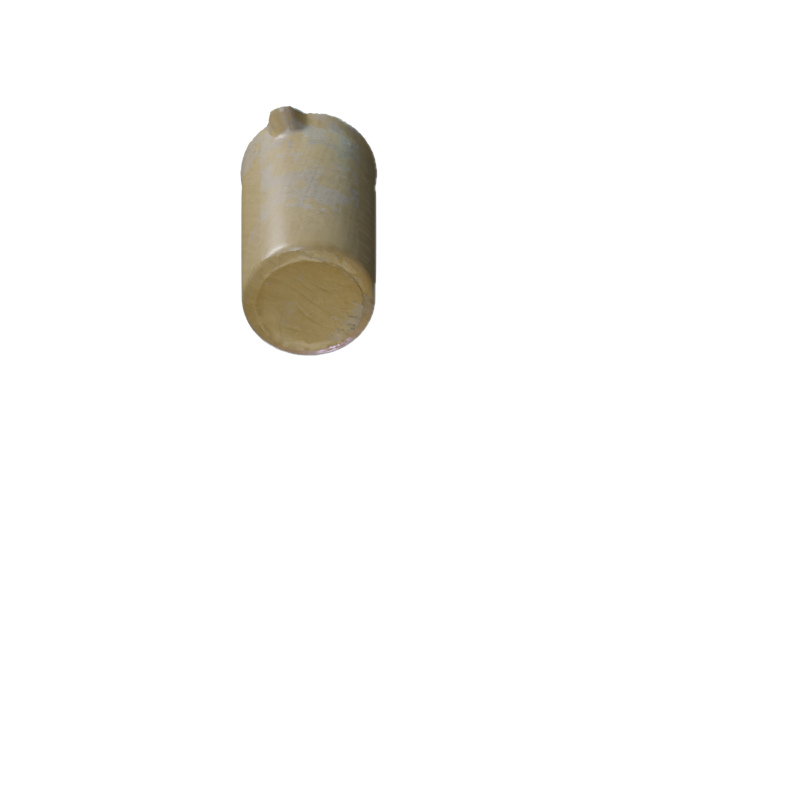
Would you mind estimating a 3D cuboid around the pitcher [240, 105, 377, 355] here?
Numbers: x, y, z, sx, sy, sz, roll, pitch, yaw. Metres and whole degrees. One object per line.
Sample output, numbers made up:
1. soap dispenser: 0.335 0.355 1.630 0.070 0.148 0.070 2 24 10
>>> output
1. pitcher: -0.077 -0.141 0.990 0.144 0.140 0.260 23 31 -18
